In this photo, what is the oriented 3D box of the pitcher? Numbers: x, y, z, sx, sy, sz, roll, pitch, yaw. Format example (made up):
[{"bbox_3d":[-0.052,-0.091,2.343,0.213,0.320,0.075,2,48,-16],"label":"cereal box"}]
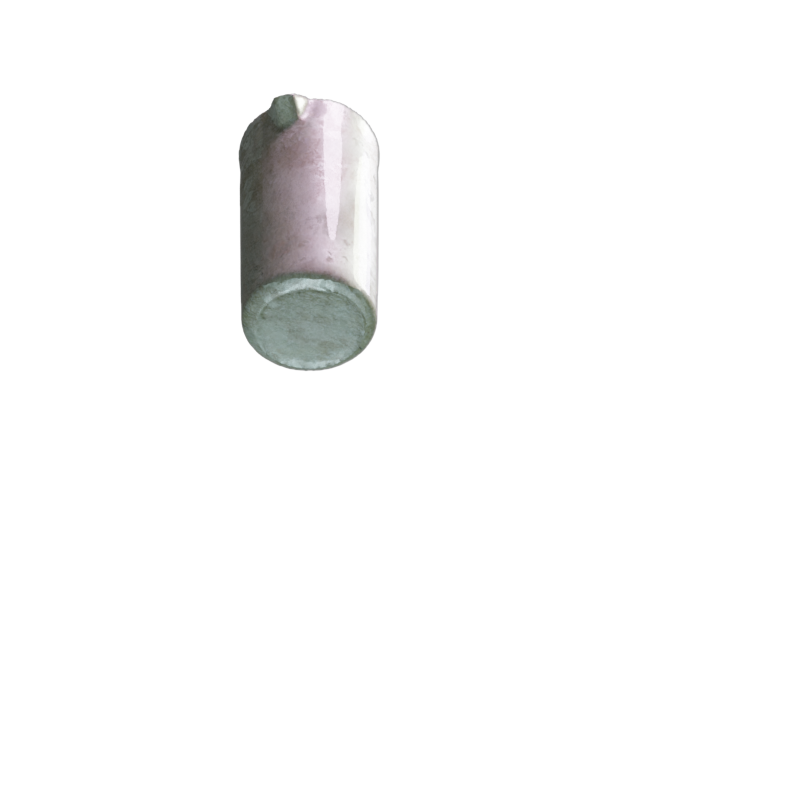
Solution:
[{"bbox_3d":[-0.076,-0.138,0.967,0.143,0.261,0.141,23,-51,-23],"label":"pitcher"}]
